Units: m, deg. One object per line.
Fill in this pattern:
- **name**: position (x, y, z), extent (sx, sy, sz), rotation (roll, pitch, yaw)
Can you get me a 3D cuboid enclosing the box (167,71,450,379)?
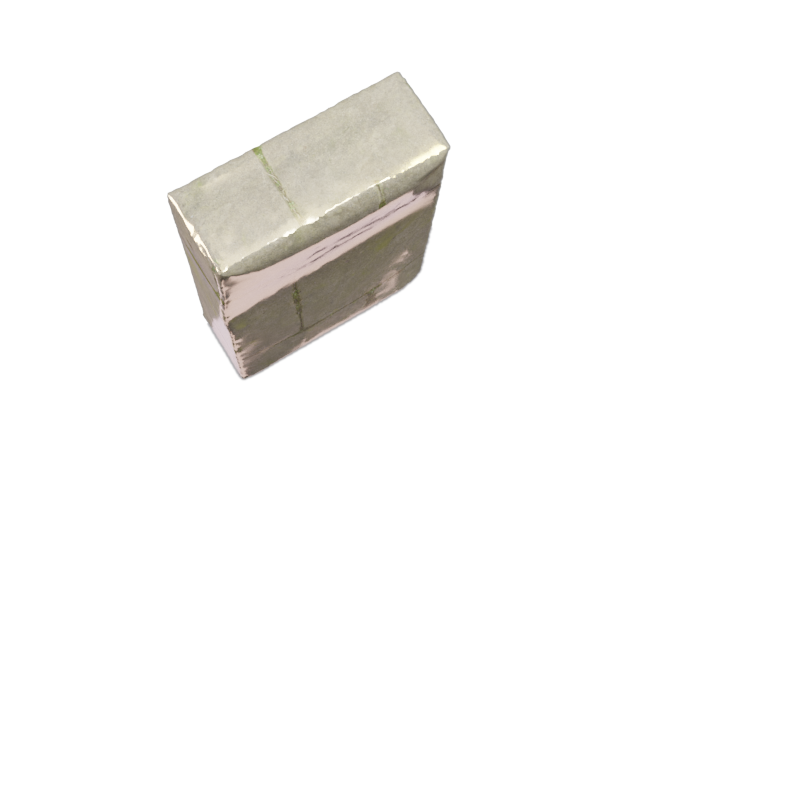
- **box**: position (-0.059, -0.107, 0.749), extent (0.164, 0.075, 0.205), rotation (-31, -12, -12)
